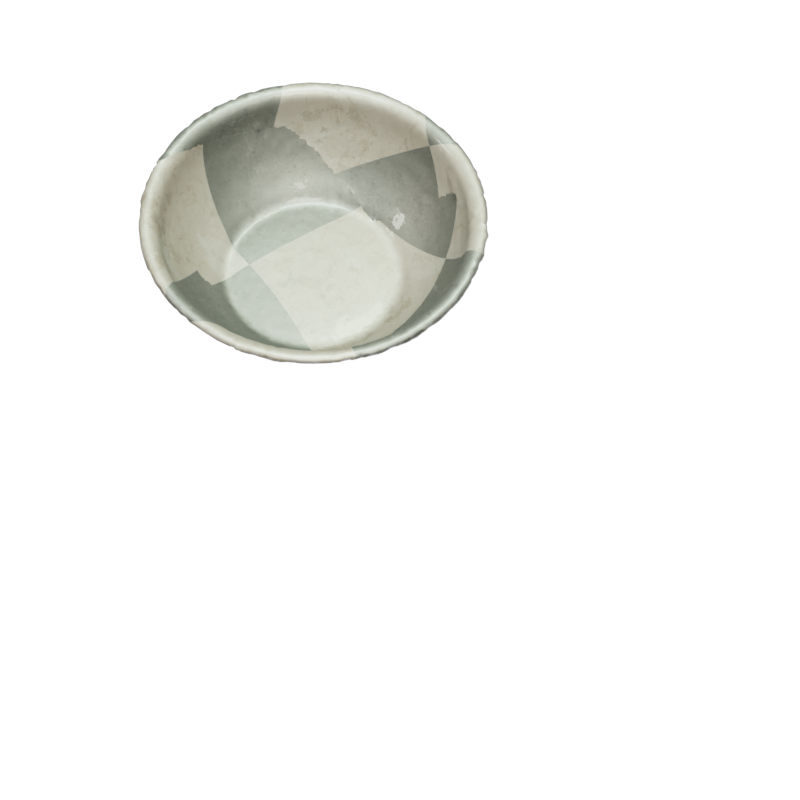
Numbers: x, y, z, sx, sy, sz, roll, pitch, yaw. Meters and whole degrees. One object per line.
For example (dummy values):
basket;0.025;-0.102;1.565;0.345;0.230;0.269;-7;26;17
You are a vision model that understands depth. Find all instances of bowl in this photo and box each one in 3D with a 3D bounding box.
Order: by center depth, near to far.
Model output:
bowl;-0.042;-0.076;0.535;0.162;0.173;0.051;-1;-33;-1
